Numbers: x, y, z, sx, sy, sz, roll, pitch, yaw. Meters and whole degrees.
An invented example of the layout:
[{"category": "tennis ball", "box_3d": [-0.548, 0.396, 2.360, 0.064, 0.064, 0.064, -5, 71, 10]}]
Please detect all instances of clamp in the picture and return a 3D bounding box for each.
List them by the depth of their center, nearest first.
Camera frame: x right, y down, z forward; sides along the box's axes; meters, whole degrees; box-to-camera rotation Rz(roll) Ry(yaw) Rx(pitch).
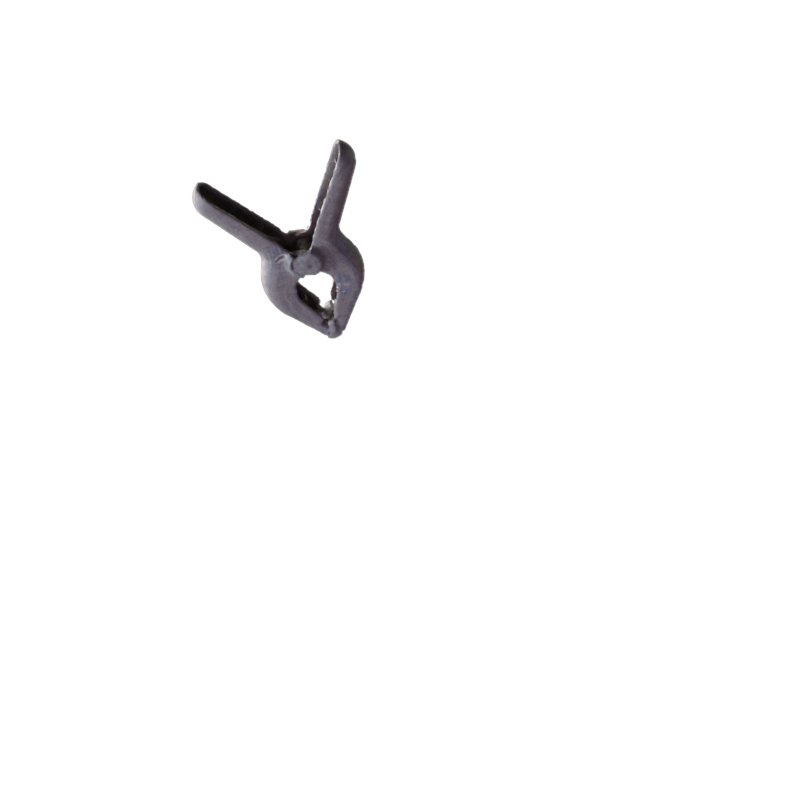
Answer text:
[{"category": "clamp", "box_3d": [-0.065, -0.118, 0.828, 0.121, 0.042, 0.158, -18, -47, 17]}]
